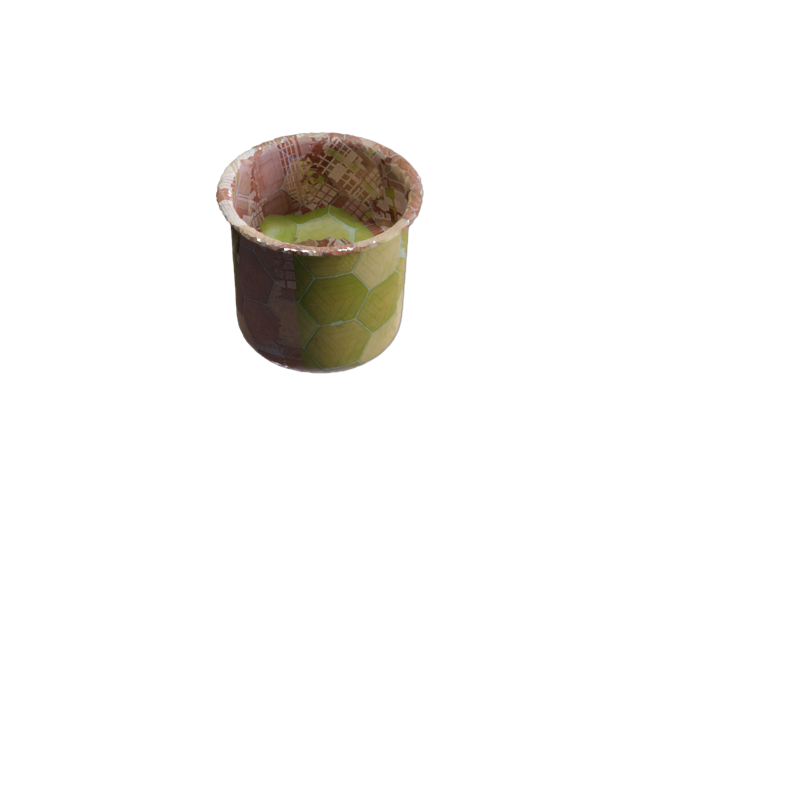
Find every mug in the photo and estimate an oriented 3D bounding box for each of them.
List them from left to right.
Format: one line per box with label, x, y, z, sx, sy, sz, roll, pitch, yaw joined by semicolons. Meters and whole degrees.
mug;-0.042;-0.076;0.531;0.092;0.076;0.127;-11;44;-13
